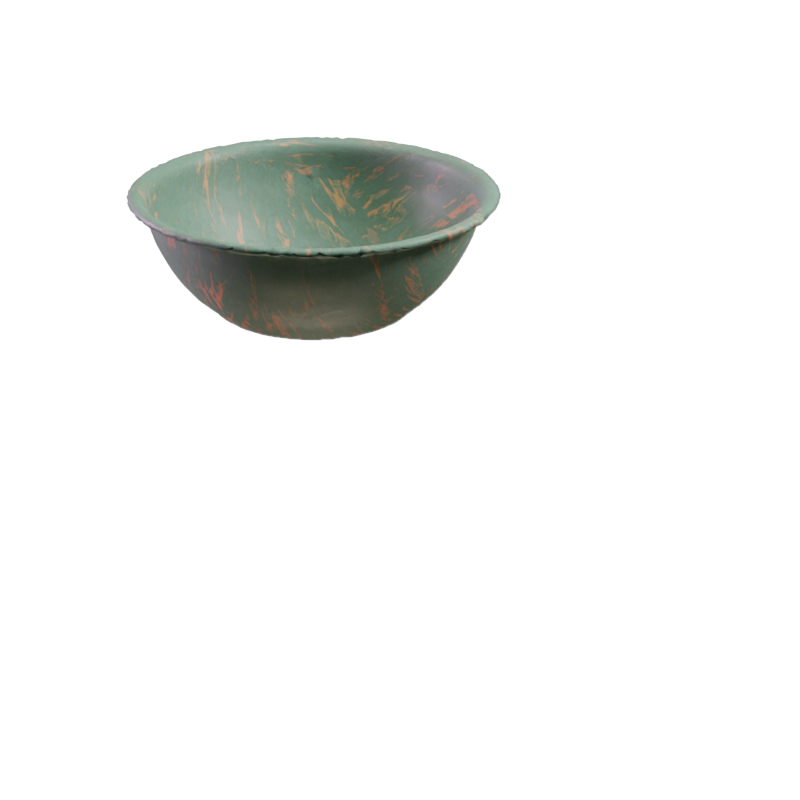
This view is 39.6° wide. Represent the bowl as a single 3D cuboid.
[{"bbox_3d":[-0.039,-0.070,0.493,0.162,0.052,0.171,-1,27,-2],"label":"bowl"}]
